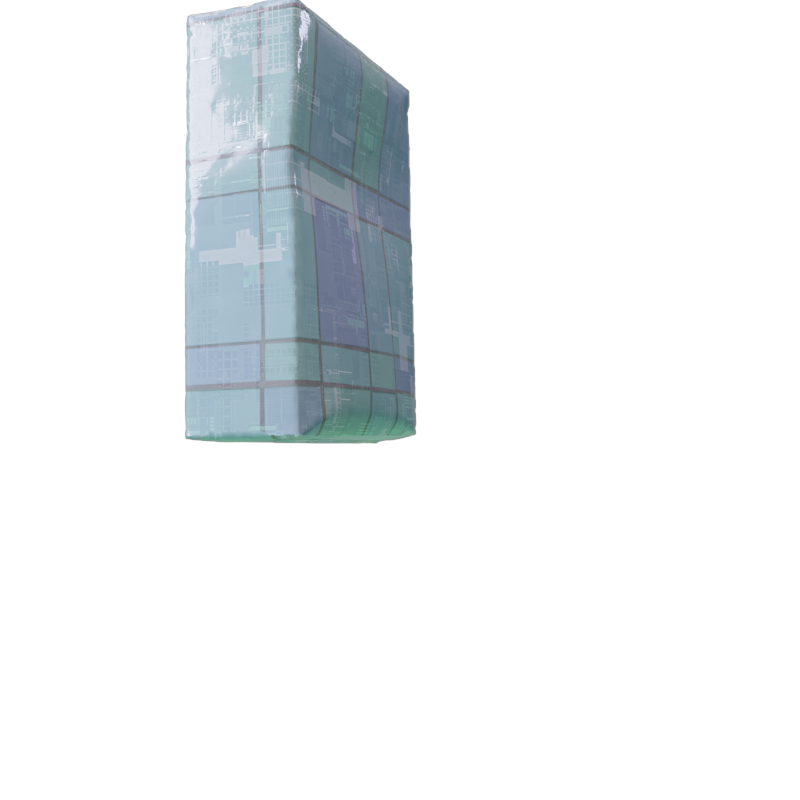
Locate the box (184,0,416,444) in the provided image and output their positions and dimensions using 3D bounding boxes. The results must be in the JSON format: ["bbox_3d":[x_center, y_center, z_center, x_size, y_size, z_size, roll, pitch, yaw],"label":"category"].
[{"bbox_3d":[-0.047,-0.085,0.598,0.073,0.219,0.157,-5,-9,21],"label":"box"}]
